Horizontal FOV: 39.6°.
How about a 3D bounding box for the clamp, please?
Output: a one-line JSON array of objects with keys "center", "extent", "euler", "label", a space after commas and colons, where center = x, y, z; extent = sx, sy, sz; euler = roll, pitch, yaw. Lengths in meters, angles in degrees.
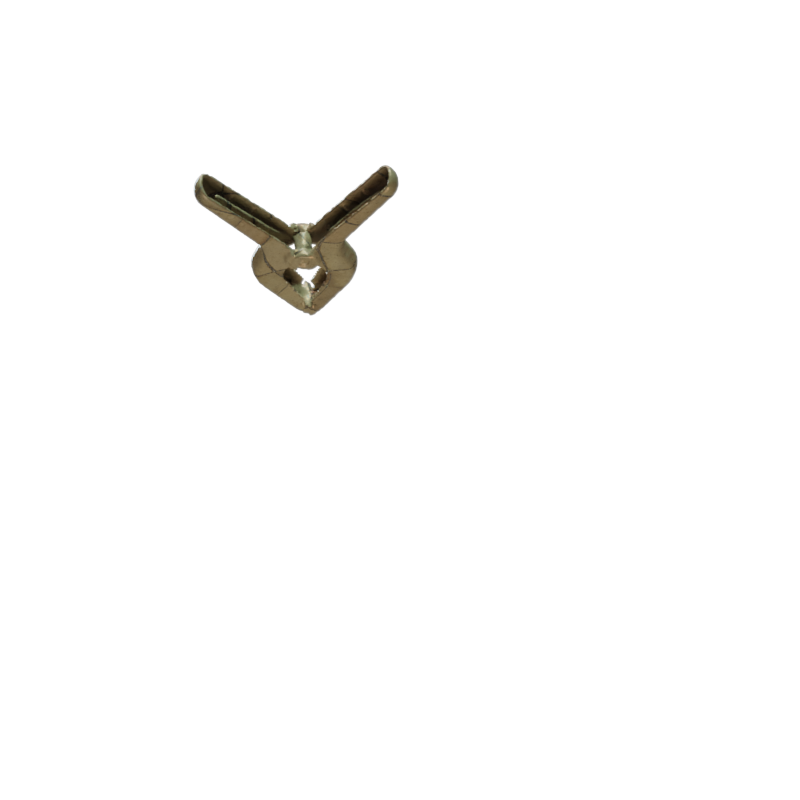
[{"center": [-0.076, -0.138, 0.965], "extent": [0.166, 0.039, 0.196], "euler": [-4, -27, 7], "label": "clamp"}]
